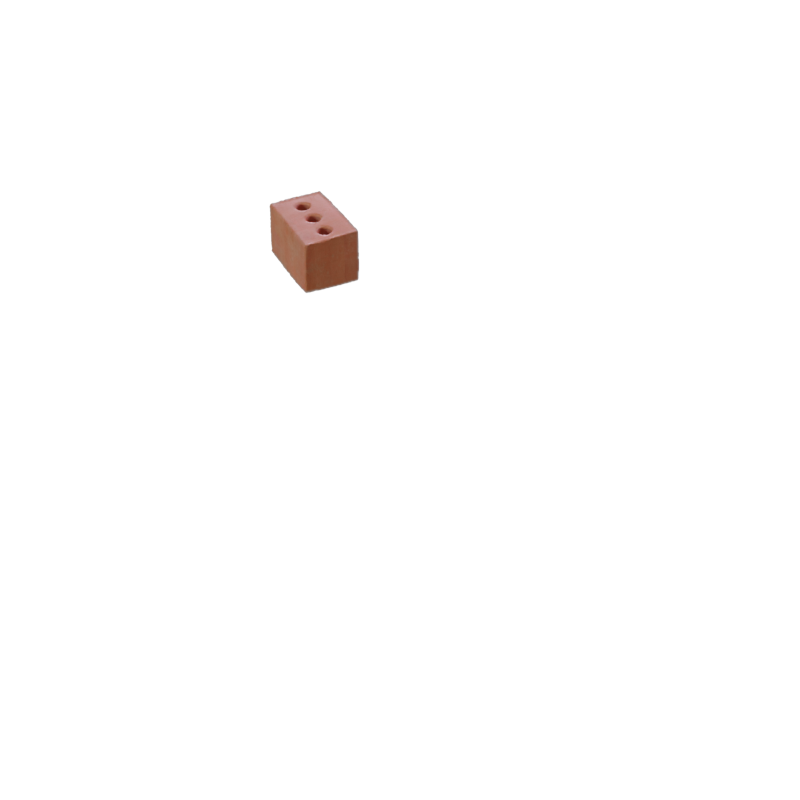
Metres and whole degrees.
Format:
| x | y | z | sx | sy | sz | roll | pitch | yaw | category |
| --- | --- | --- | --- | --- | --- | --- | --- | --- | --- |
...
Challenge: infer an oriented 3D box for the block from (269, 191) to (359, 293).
| x | y | z | sx | sy | sz | roll | pitch | yaw | category |
| --- | --- | --- | --- | --- | --- | --- | --- | --- | --- |
| -0.077 | -0.140 | 0.980 | 0.052 | 0.048 | 0.084 | -17 | 41 | -23 | block |
